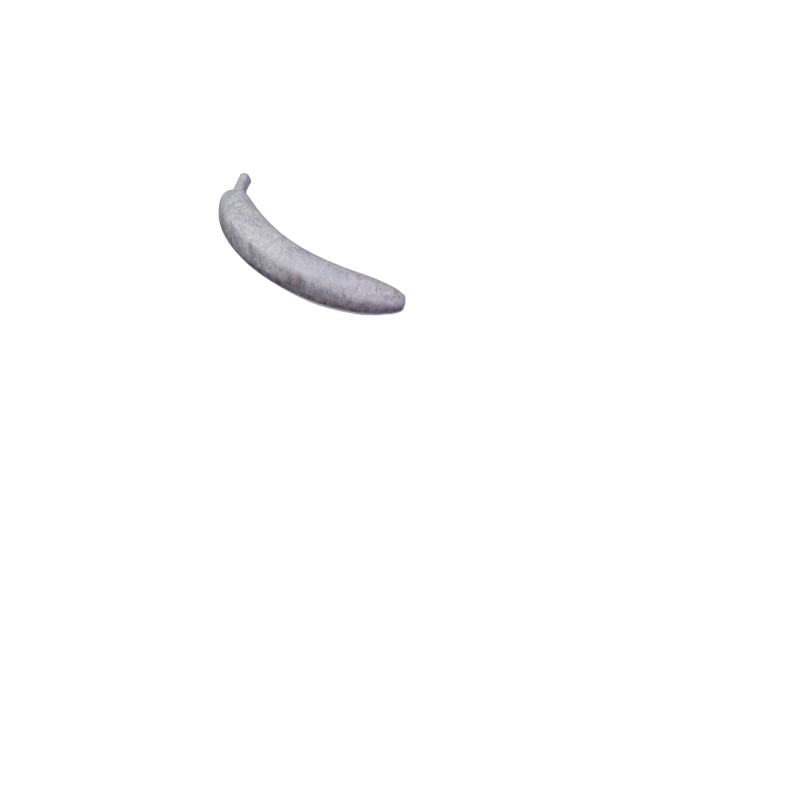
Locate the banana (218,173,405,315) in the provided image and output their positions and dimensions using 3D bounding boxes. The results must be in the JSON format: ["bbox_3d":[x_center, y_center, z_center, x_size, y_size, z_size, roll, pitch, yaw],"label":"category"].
[{"bbox_3d":[-0.087,-0.121,0.906,0.070,0.209,0.034,-39,-26,-23],"label":"banana"}]
